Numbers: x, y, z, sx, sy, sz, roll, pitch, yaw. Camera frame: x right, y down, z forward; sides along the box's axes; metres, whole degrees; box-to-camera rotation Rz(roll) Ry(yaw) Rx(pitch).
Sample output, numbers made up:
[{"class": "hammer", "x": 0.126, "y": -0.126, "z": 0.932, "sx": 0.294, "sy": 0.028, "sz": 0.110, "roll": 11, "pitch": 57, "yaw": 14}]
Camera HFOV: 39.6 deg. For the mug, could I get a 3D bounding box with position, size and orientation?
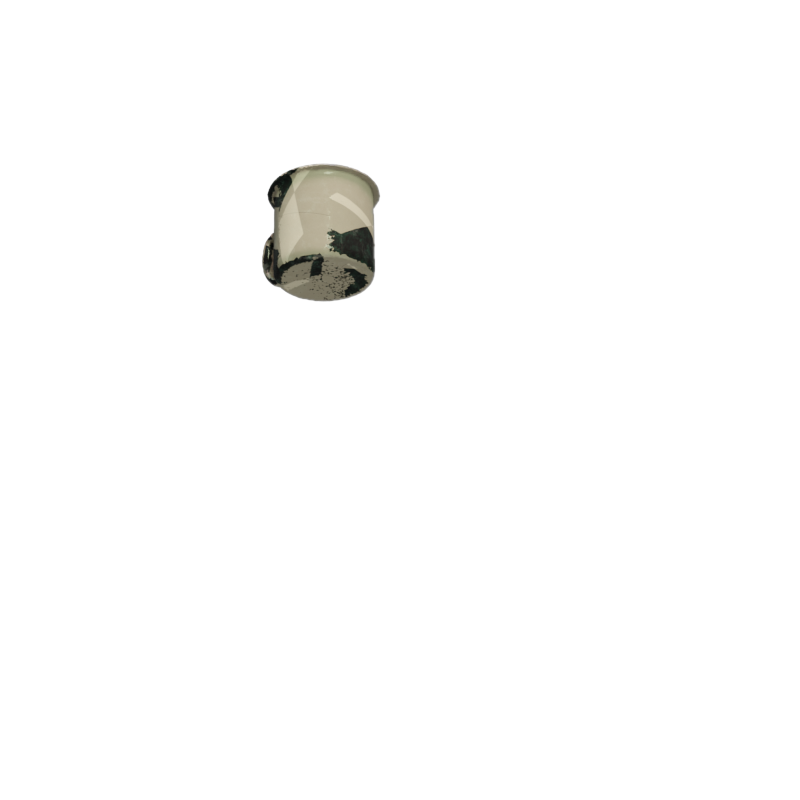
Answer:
[{"class": "mug", "x": -0.071, "y": -0.130, "z": 0.908, "sx": 0.118, "sy": 0.086, "sz": 0.087, "roll": -21, "pitch": -33, "yaw": 36}]
